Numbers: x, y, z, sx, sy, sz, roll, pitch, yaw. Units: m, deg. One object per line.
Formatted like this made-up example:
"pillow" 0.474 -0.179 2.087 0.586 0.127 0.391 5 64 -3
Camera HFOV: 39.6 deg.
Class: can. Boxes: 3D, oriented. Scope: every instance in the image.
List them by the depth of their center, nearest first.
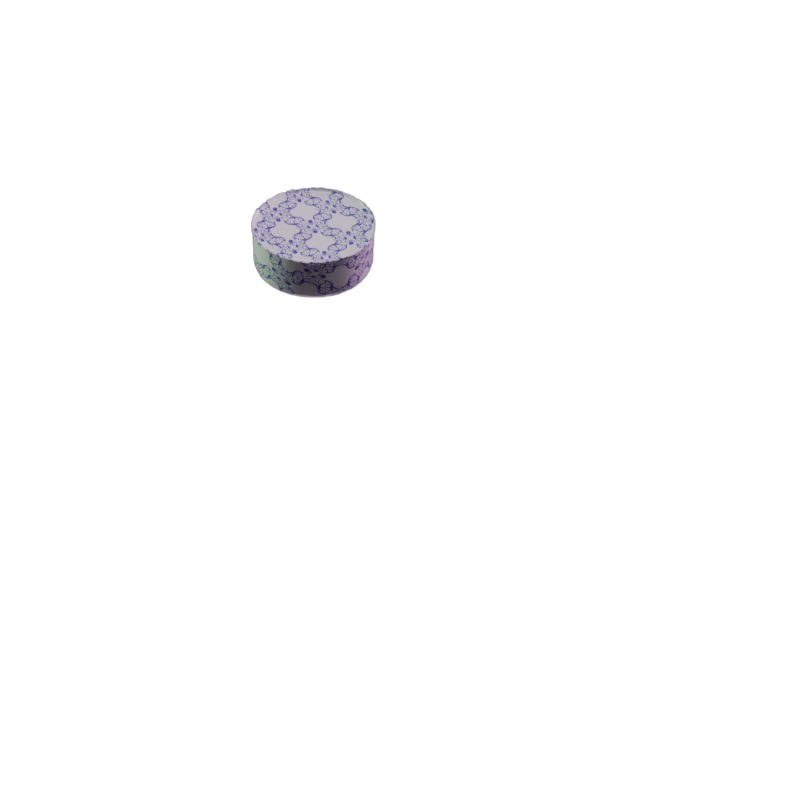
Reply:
"can" -0.060 -0.110 0.769 0.086 0.031 0.092 -1 43 -2
